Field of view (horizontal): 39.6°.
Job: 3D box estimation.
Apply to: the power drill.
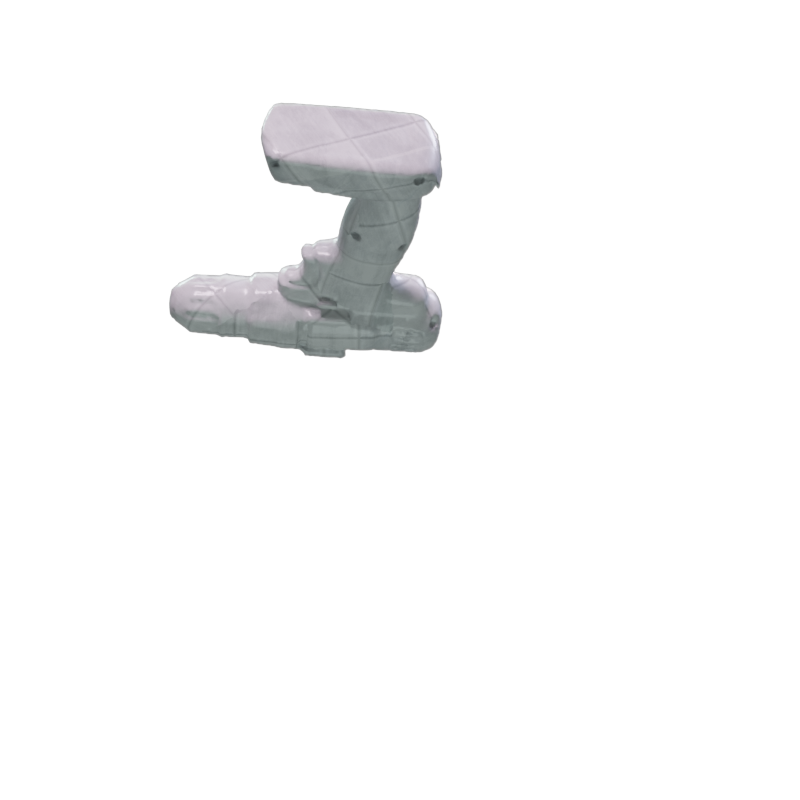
[{"bbox_3d":[-0.055,-0.101,0.705,0.183,0.062,0.176,4,-38,-5],"label":"power drill"}]
